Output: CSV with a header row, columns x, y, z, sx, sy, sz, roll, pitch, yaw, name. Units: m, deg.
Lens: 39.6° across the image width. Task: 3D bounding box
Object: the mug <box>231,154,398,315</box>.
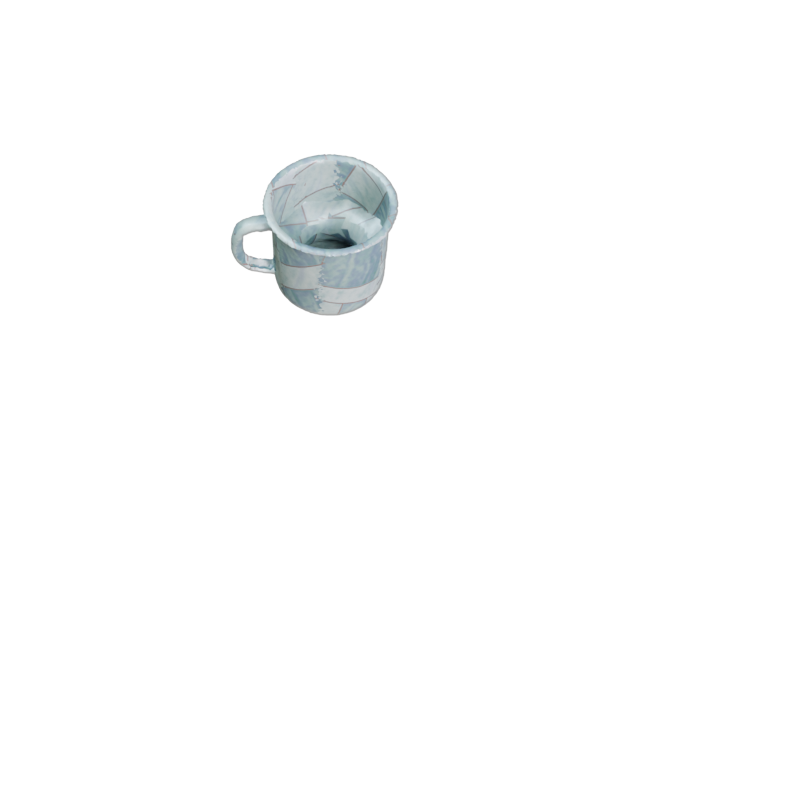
x,y,z,sx,sy,sz,roll,pitch,yaw,name
-0.062,-0.113,0.789,0.116,0.100,0.076,-8,-35,-7,mug
